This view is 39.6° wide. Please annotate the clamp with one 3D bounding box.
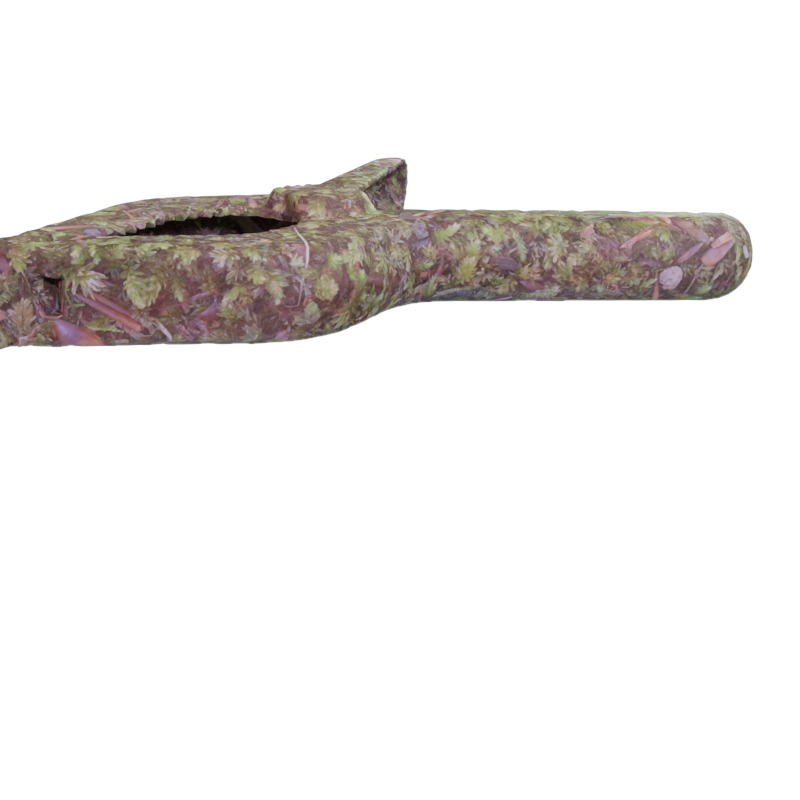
[{"bbox_3d":[-0.026,-0.048,0.338,0.205,0.035,0.174,-11,21,-30],"label":"clamp"}]
